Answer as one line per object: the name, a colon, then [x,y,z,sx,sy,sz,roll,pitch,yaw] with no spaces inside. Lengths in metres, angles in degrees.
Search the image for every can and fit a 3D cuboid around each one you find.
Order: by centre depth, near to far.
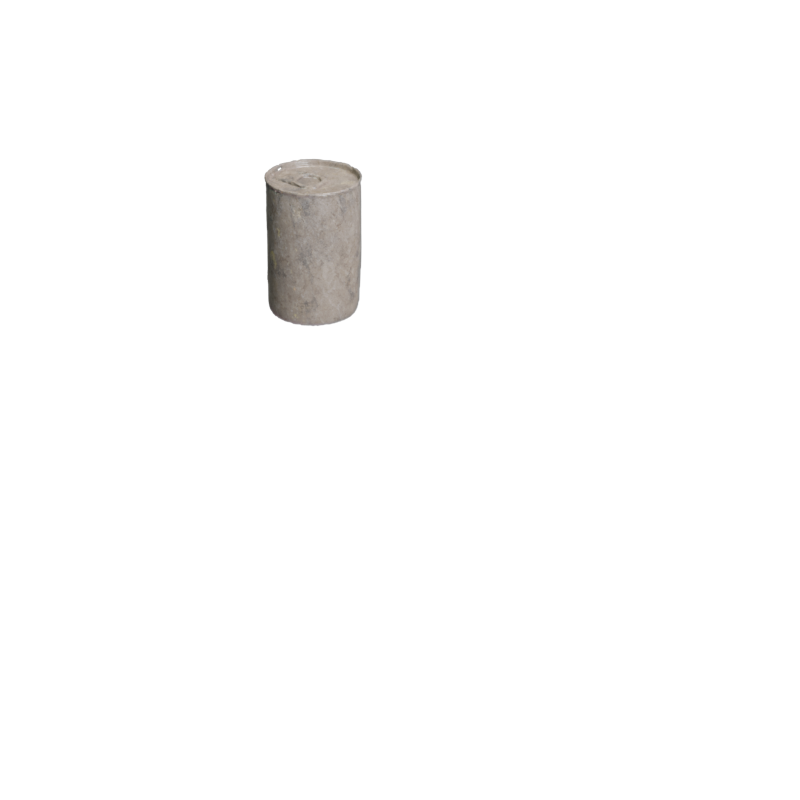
can: [-0.062,-0.113,0.791,0.068,0.097,0.073,0,28,-2]
